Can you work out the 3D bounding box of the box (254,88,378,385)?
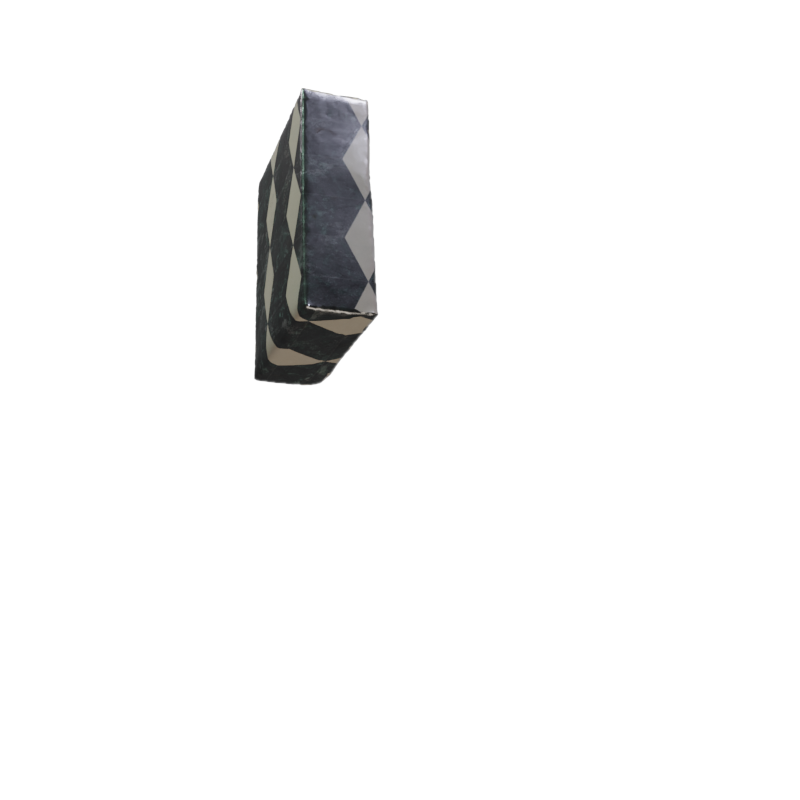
[{"bbox_3d":[-0.077,-0.141,0.987,0.070,0.227,0.159,8,-27,-19],"label":"box"}]
